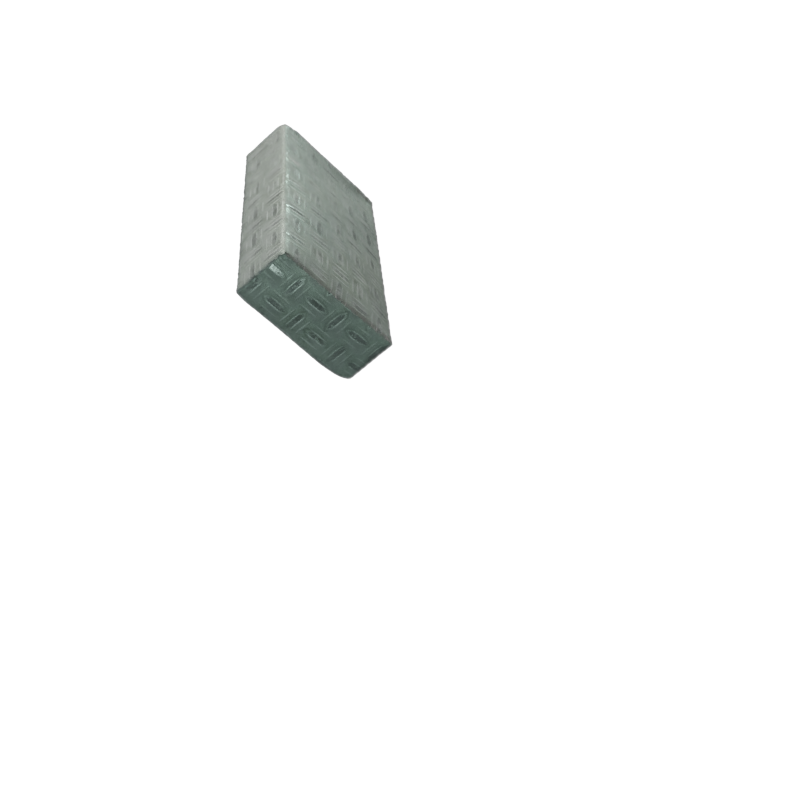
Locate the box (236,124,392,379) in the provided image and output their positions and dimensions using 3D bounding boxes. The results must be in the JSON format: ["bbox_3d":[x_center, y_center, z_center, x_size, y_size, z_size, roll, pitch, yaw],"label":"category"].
[{"bbox_3d":[-0.055,-0.101,0.705,0.048,0.189,0.088,-38,-59,23],"label":"box"}]
